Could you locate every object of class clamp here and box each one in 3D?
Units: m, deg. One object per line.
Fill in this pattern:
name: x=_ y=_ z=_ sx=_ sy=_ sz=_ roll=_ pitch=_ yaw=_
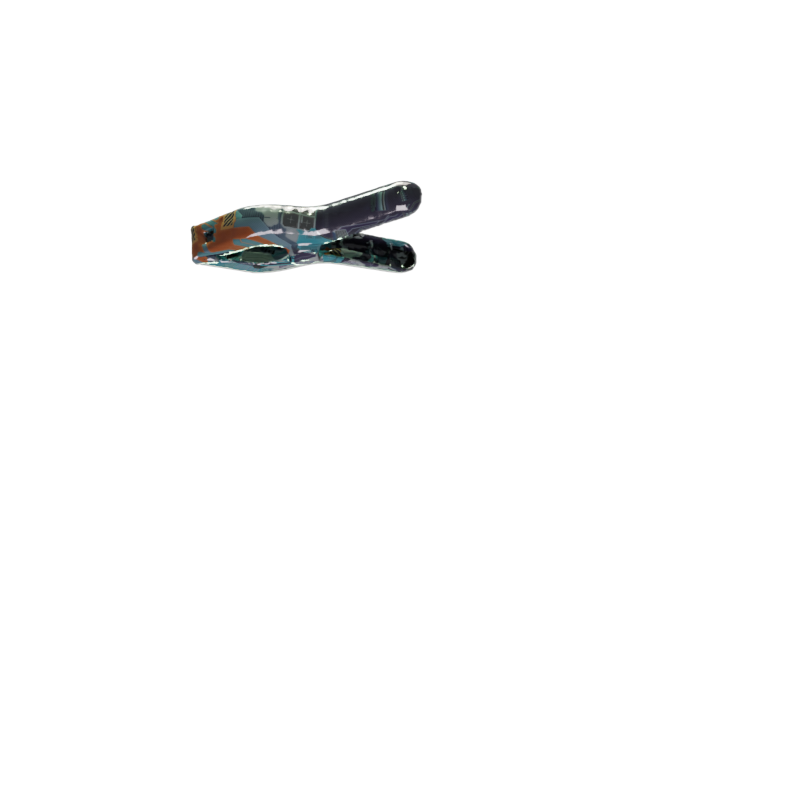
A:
clamp: x=-0.064 y=-0.116 z=0.811 sx=0.173 sy=0.042 sz=0.112 roll=-4 pitch=-25 yaw=9
